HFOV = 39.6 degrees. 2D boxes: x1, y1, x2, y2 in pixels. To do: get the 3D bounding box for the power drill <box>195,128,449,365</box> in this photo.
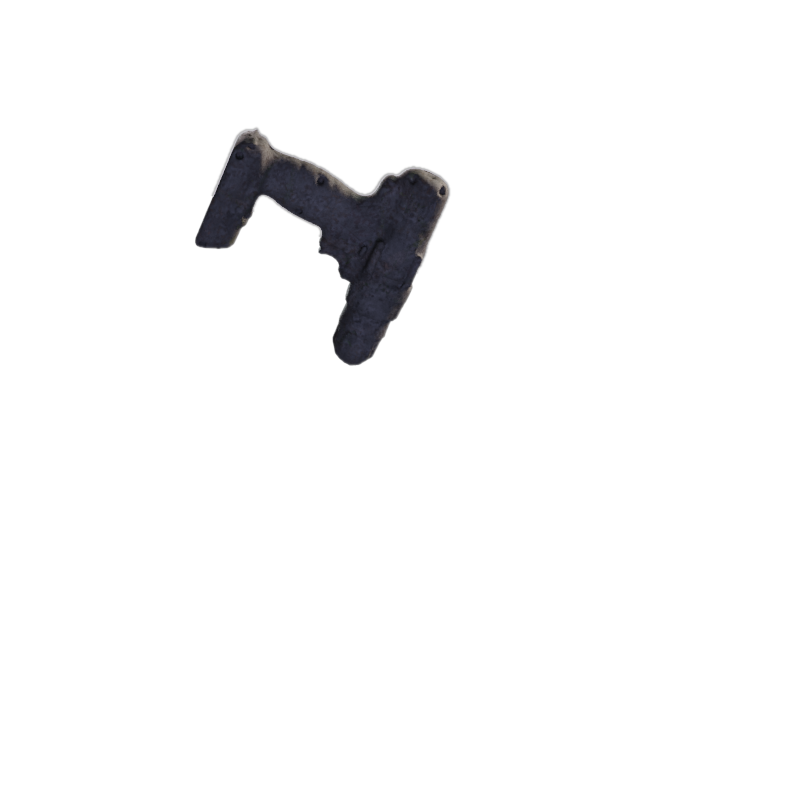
[{"bbox_3d":[-0.073,-0.134,0.936,0.185,0.179,0.060,21,18,-8],"label":"power drill"}]
